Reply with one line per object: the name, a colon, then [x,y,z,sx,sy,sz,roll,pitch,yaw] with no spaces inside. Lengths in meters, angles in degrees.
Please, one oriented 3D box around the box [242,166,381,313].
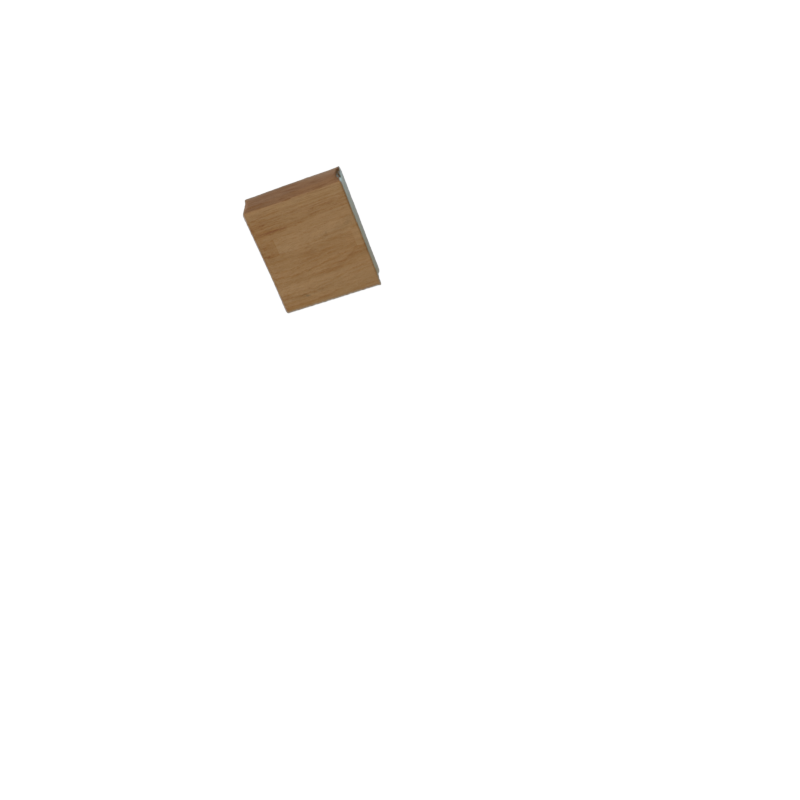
box: [-0.062,-0.113,0.791,0.073,0.084,0.032,-18,27,9]
